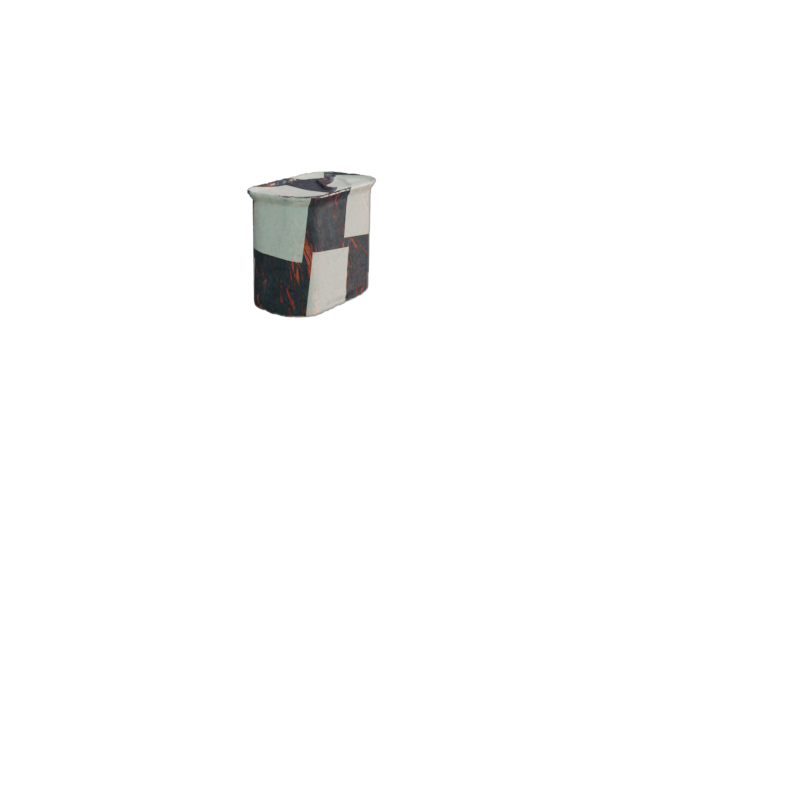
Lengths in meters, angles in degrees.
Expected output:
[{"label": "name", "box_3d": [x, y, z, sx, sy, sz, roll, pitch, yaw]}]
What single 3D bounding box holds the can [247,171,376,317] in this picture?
[{"label": "can", "box_3d": [-0.061, -0.111, 0.776, 0.060, 0.081, 0.101, 10, 20, 28]}]
